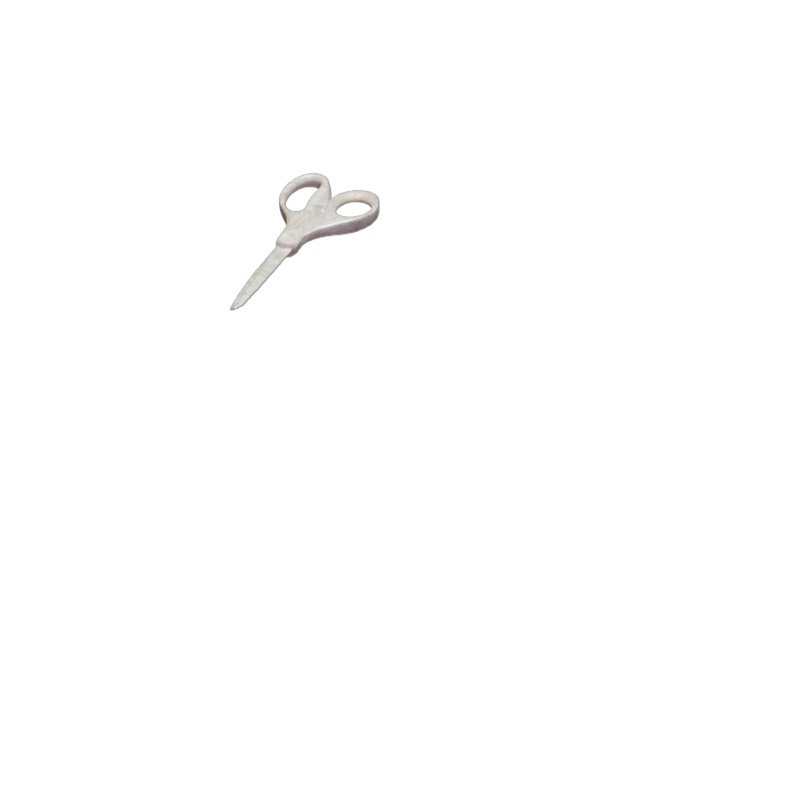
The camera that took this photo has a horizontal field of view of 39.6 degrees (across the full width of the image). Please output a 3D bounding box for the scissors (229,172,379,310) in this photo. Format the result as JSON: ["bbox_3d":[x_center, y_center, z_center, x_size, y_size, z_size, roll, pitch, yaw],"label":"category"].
[{"bbox_3d":[-0.071,-0.129,0.903,0.097,0.015,0.214,4,39,4],"label":"scissors"}]
